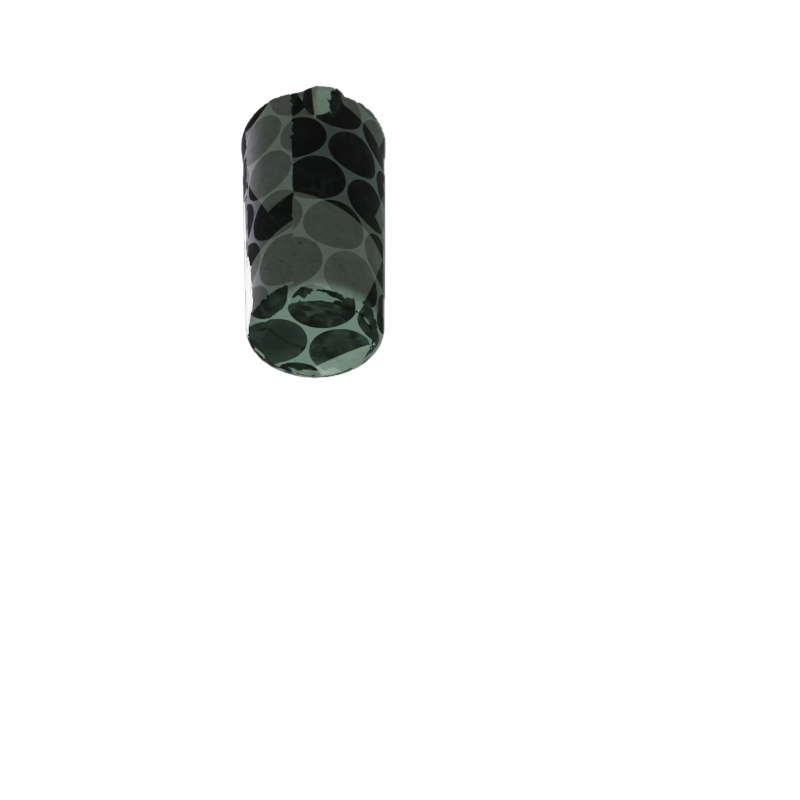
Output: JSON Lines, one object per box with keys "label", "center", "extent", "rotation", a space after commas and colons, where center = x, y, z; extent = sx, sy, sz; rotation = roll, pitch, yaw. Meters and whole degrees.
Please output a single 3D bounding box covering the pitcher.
{"label": "pitcher", "center": [-0.074, -0.135, 0.945], "extent": [0.145, 0.261, 0.138], "rotation": [-26, -47, 23]}
